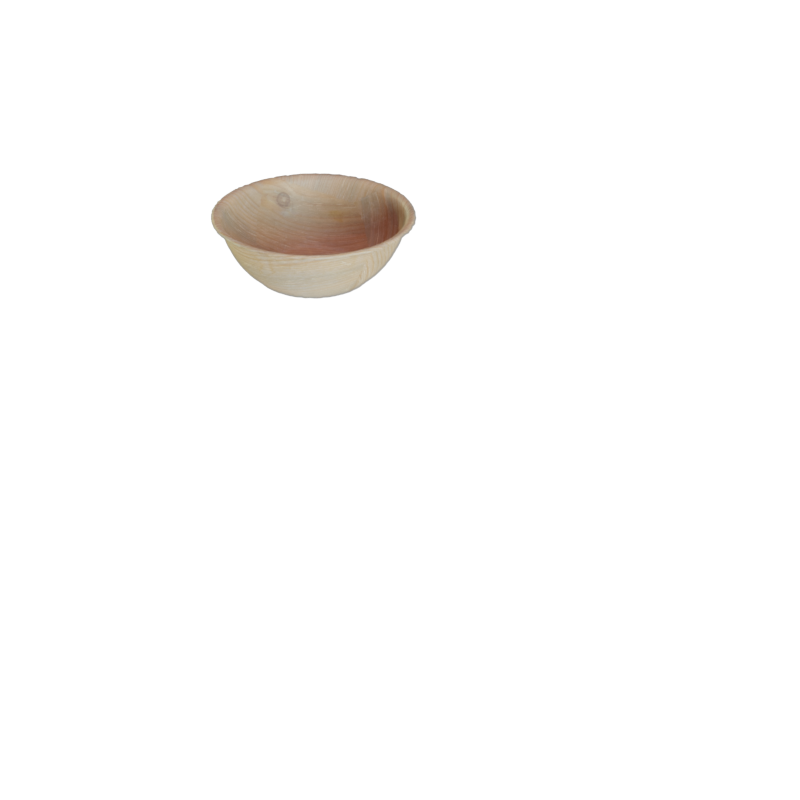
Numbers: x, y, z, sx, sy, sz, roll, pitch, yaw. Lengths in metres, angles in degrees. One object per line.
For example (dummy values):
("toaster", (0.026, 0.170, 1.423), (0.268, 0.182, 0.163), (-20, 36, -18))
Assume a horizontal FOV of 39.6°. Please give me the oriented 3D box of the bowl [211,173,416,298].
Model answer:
("bowl", (-0.069, -0.126, 0.883), (0.162, 0.052, 0.172), (-1, 32, -2))
